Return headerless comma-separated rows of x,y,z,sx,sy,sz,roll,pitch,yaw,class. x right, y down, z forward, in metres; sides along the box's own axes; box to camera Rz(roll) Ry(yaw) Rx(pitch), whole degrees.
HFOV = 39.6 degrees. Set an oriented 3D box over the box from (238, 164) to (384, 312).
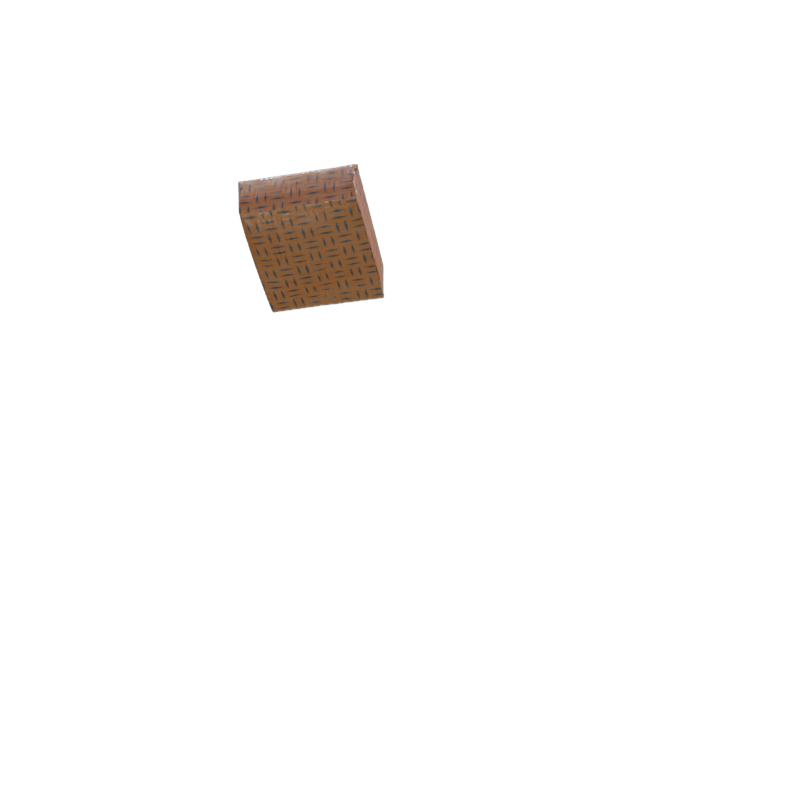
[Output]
-0.065,-0.117,0.823,0.090,0.042,0.105,-7,-40,8,box
